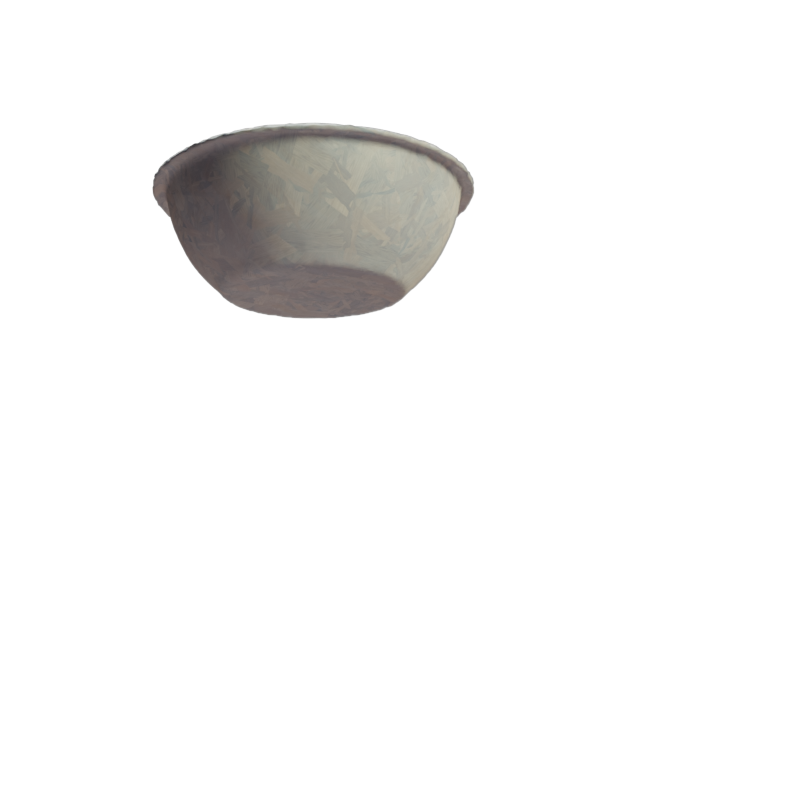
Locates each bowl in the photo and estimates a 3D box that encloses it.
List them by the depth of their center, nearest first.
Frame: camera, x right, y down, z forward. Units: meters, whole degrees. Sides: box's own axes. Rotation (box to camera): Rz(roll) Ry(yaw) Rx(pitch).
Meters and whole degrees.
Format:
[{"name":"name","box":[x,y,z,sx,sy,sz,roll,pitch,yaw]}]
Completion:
[{"name":"bowl","box":[-0.043,-0.079,0.552,0.162,0.057,0.156,0,-13,-2]}]
